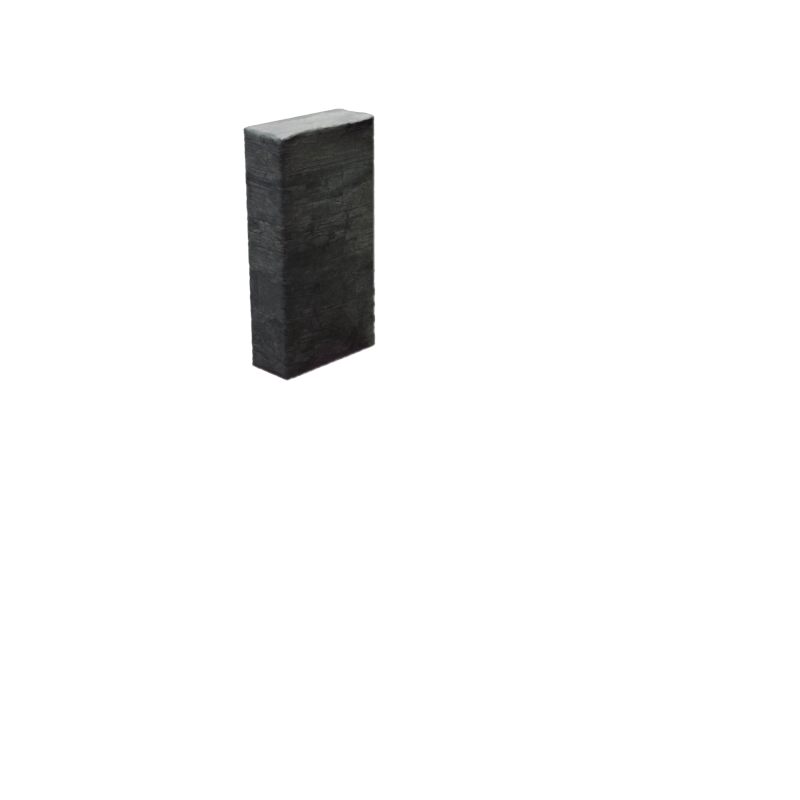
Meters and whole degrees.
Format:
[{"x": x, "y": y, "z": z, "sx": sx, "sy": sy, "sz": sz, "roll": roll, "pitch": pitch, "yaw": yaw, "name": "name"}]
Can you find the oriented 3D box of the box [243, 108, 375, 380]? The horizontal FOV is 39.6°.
[{"x": -0.062, "y": -0.112, "z": 0.788, "sx": 0.051, "sy": 0.168, "sz": 0.092, "roll": 20, "pitch": 29, "yaw": 39, "name": "box"}]
